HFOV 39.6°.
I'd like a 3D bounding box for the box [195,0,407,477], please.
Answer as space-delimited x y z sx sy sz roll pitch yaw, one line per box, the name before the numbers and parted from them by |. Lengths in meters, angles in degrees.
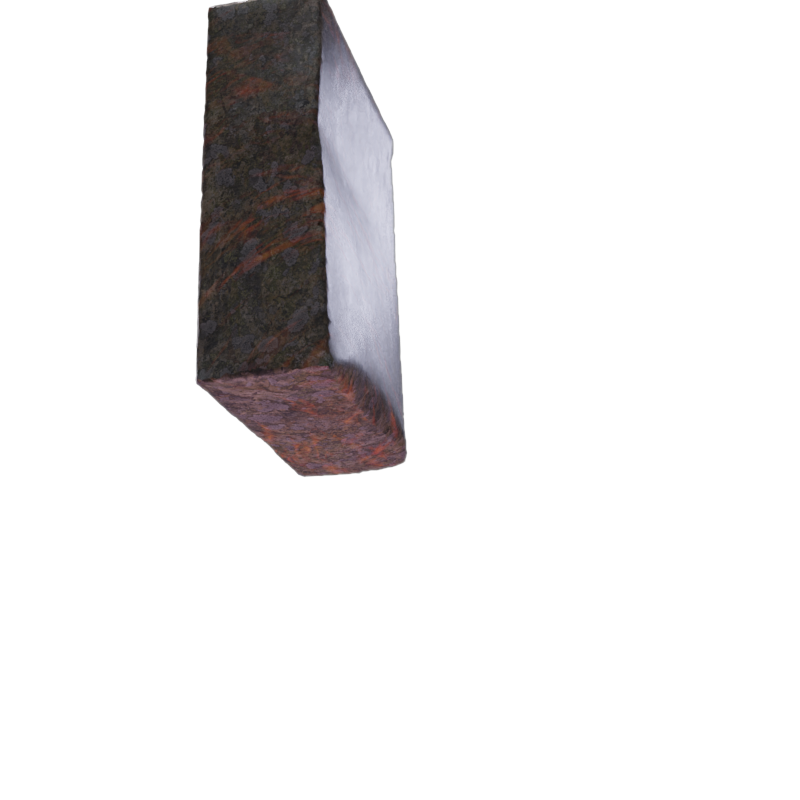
box | -0.047 -0.085 0.595 0.073 0.226 0.153 -8 -25 12
